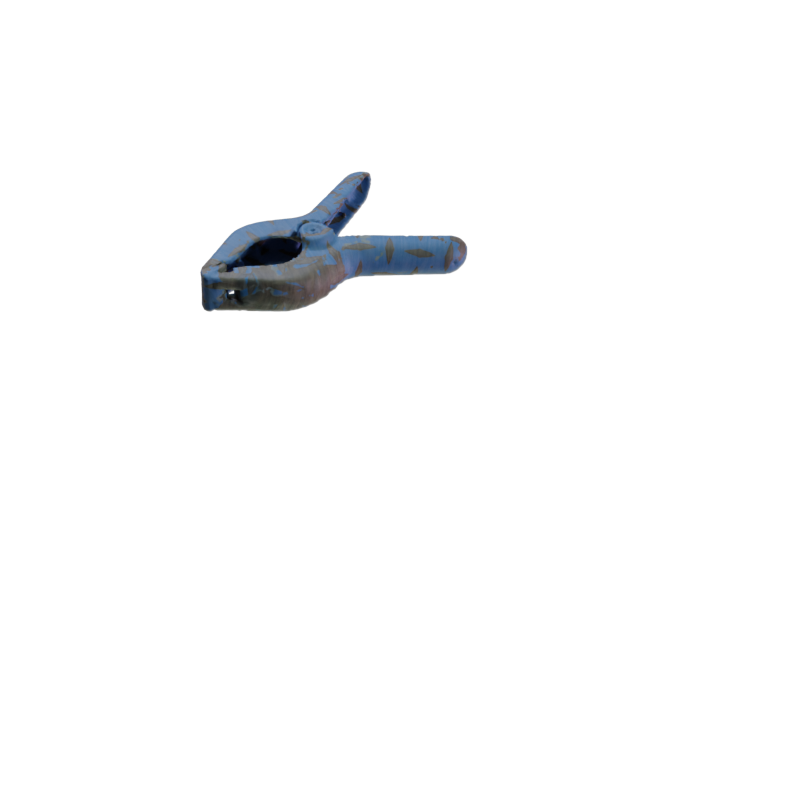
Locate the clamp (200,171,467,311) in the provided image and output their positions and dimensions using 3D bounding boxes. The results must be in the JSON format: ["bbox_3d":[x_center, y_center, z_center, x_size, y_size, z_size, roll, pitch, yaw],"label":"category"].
[{"bbox_3d":[-0.057,-0.103,0.725,0.169,0.037,0.129,-15,36,-22],"label":"clamp"}]
